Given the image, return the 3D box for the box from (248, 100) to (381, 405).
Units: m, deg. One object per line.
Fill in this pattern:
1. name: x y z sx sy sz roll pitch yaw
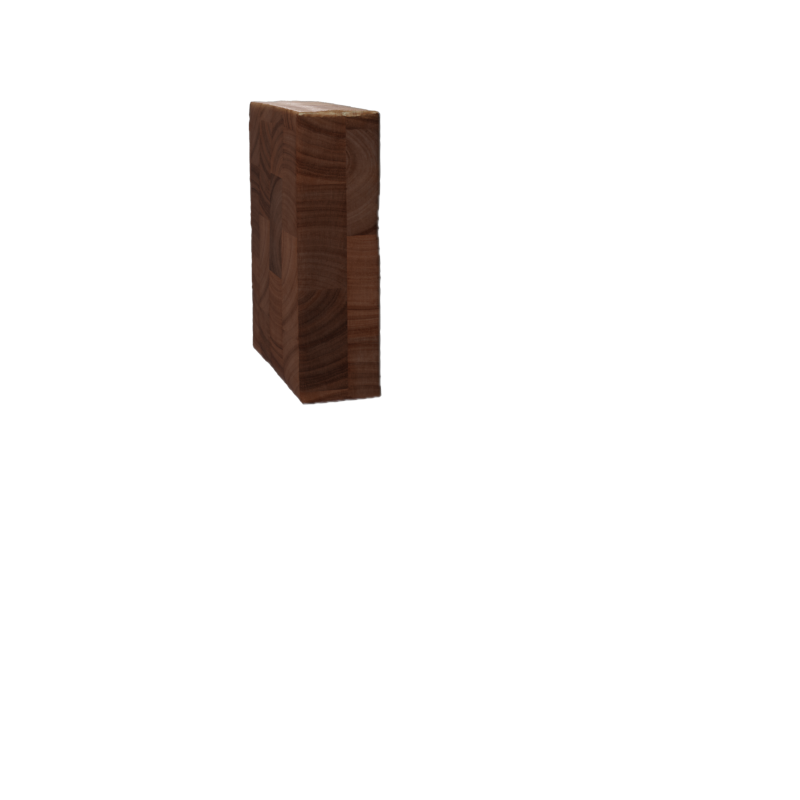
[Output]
1. box: -0.068 -0.124 0.869 0.070 0.208 0.172 -3 14 -19
